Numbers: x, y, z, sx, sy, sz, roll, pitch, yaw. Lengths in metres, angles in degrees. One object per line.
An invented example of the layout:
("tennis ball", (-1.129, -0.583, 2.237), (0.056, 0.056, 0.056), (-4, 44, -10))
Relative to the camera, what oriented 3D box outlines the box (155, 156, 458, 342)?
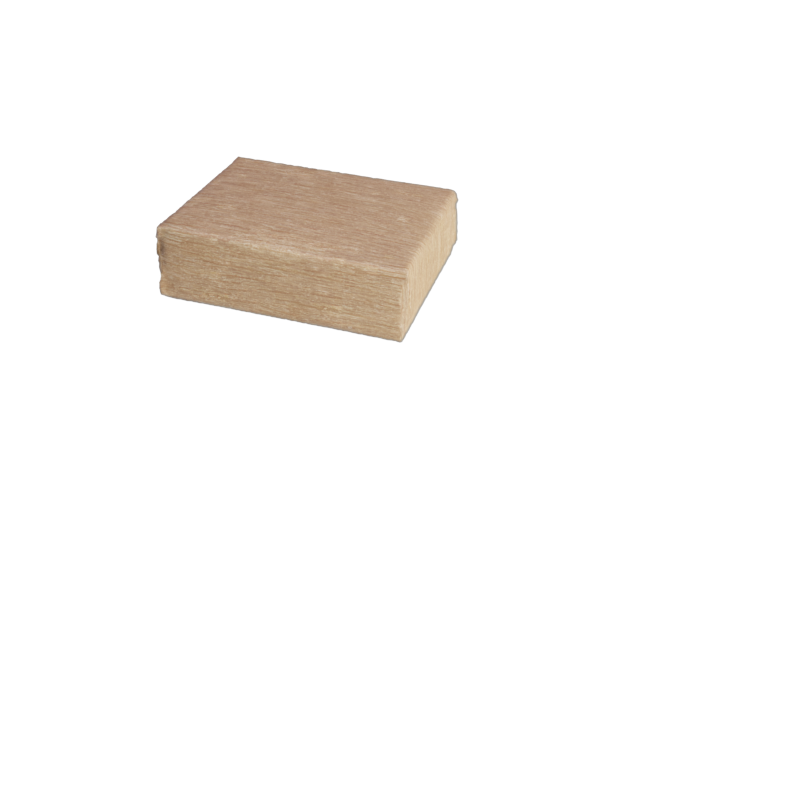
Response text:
("box", (-0.039, -0.070, 0.493), (0.116, 0.037, 0.093), (9, 31, 15))
